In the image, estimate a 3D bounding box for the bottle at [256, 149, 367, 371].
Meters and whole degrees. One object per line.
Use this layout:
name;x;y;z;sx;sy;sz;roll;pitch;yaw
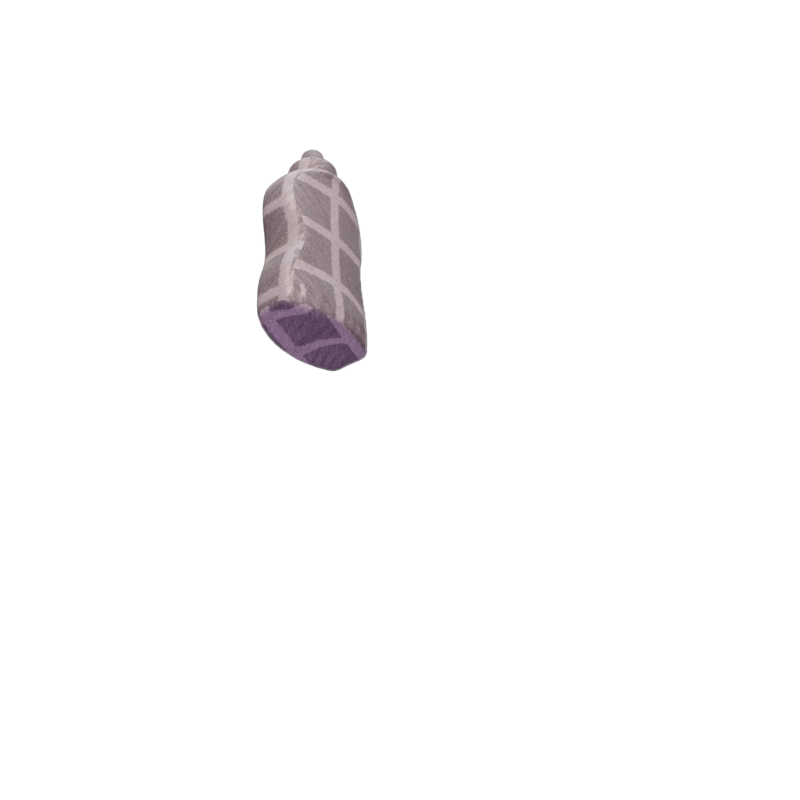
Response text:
bottle;-0.068;-0.124;0.869;0.058;0.206;0.089;-29;-44;29
